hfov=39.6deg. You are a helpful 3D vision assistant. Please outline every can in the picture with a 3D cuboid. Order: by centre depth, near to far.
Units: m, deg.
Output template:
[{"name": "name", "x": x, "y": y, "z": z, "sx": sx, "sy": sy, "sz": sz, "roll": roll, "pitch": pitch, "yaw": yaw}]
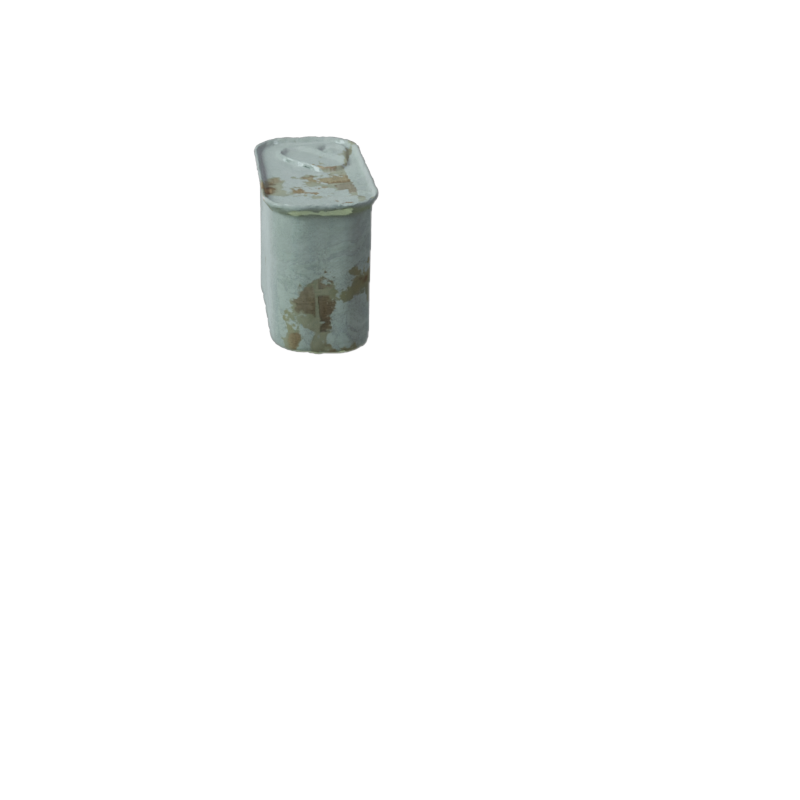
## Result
[{"name": "can", "x": -0.046, "y": -0.084, "z": 0.586, "sx": 0.057, "sy": 0.079, "sz": 0.109, "roll": -3, "pitch": 29, "yaw": -9}]
